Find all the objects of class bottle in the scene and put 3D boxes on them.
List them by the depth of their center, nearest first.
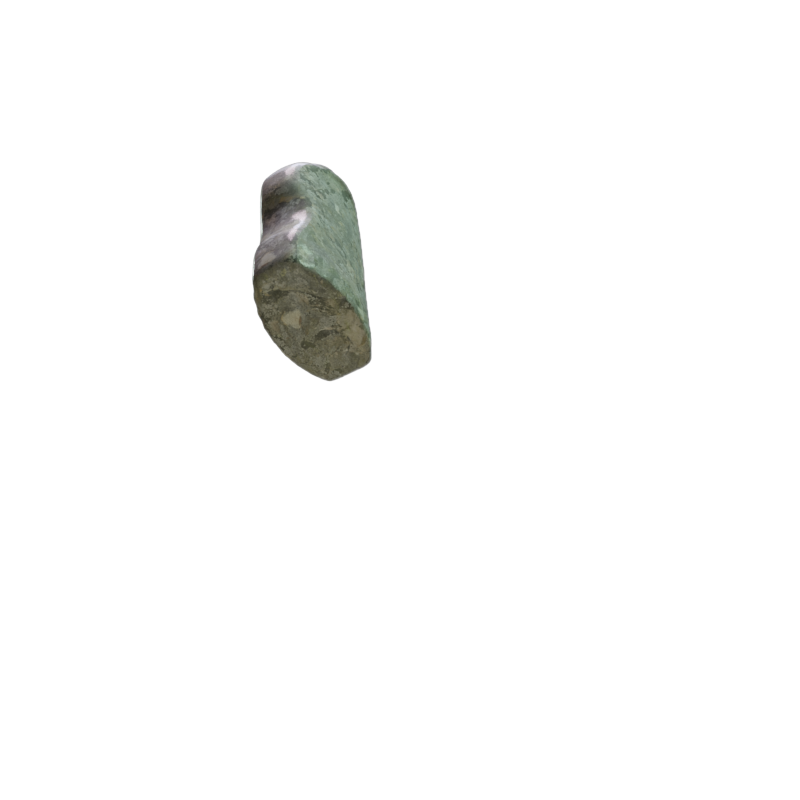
[{"bbox_3d":[-0.059,-0.107,0.751,0.058,0.090,0.205,-28,34,17],"label":"bottle"}]
